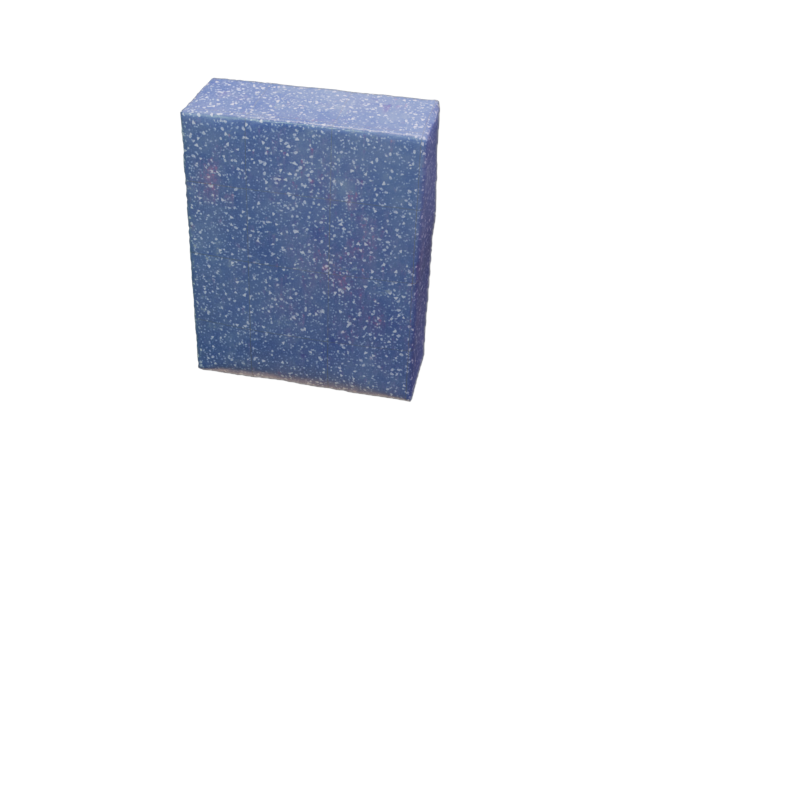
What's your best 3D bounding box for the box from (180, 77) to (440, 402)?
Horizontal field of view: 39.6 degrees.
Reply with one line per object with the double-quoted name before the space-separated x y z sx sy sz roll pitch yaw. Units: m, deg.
"box" -0.061 -0.111 0.780 0.167 0.200 0.075 9 35 10
